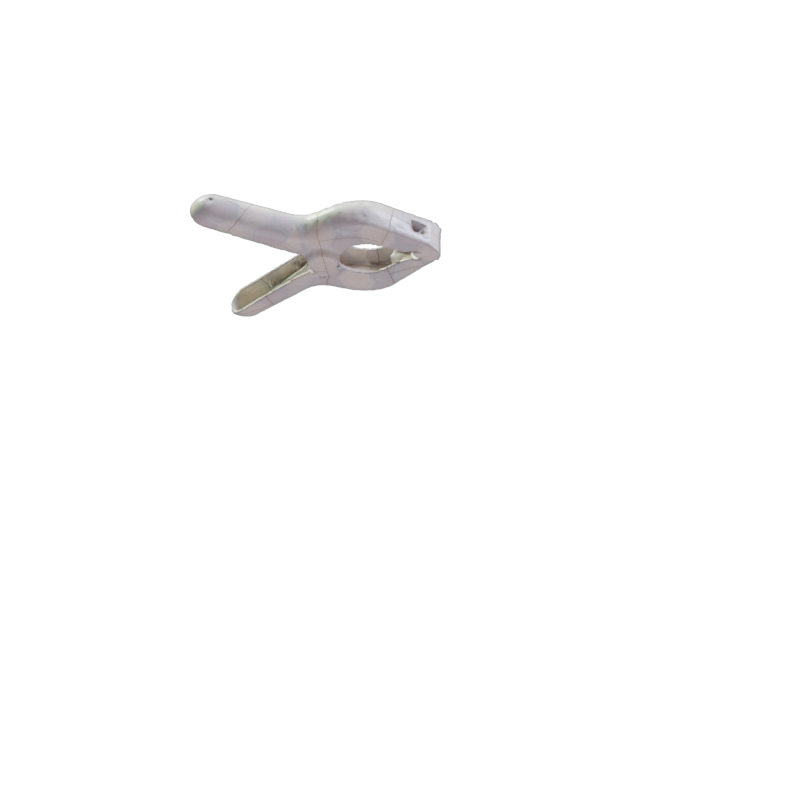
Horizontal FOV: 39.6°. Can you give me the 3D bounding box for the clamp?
[{"bbox_3d":[-0.061,-0.111,0.776,0.173,0.042,0.111,-10,-33,16],"label":"clamp"}]
